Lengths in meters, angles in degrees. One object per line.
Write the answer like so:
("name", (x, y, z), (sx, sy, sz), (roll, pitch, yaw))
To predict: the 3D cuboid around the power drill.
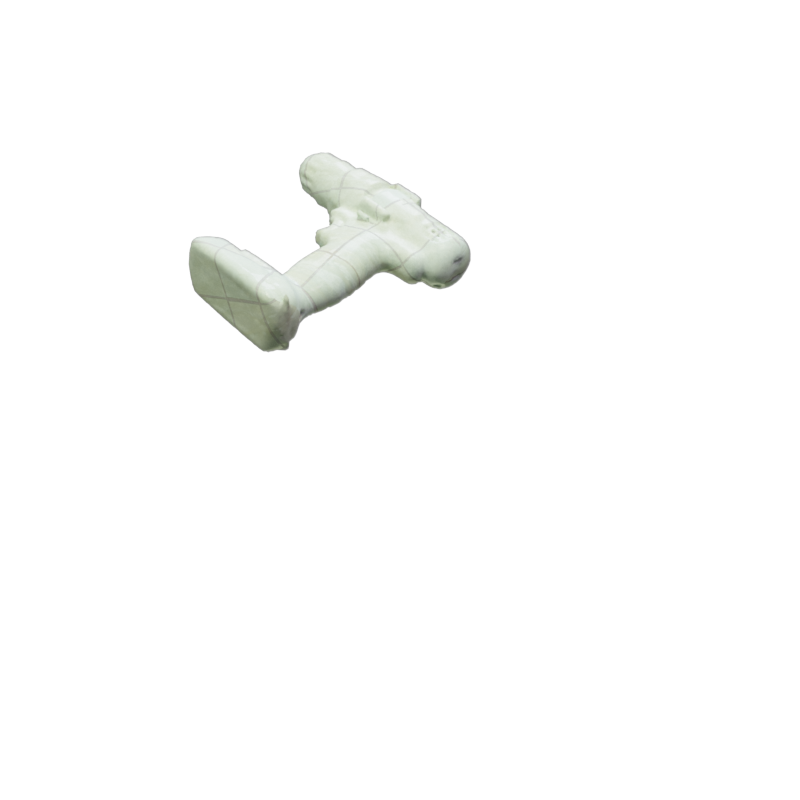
("power drill", (-0.068, -0.123, 0.863), (0.187, 0.054, 0.198), (-29, 48, -30))
